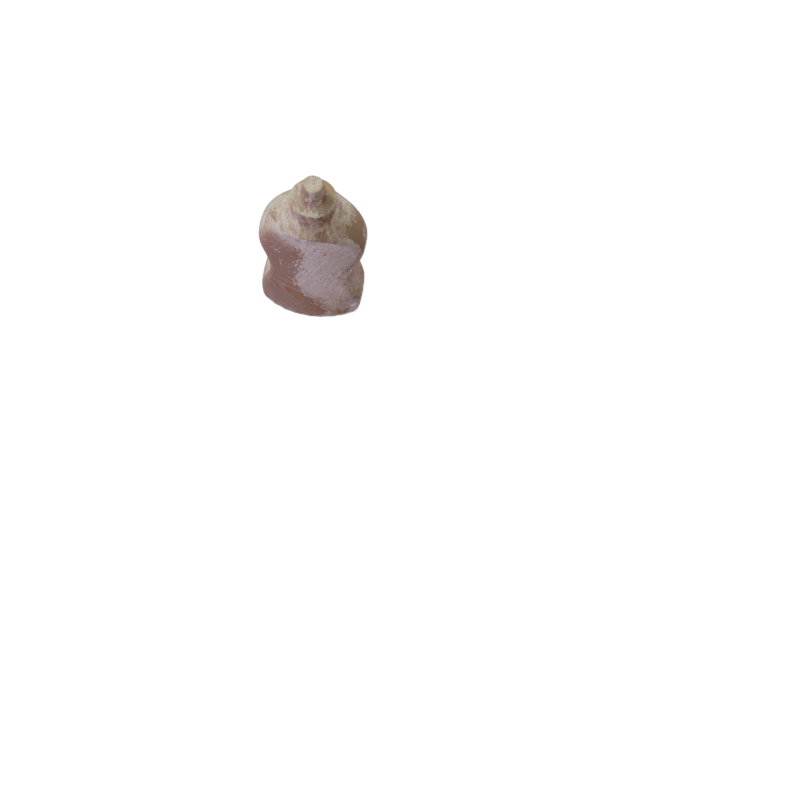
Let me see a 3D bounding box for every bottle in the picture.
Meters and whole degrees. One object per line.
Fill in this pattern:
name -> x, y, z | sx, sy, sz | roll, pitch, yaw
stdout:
bottle -> -0.078, -0.142, 0.999 | 0.097, 0.061, 0.181 | 12, -25, 2
